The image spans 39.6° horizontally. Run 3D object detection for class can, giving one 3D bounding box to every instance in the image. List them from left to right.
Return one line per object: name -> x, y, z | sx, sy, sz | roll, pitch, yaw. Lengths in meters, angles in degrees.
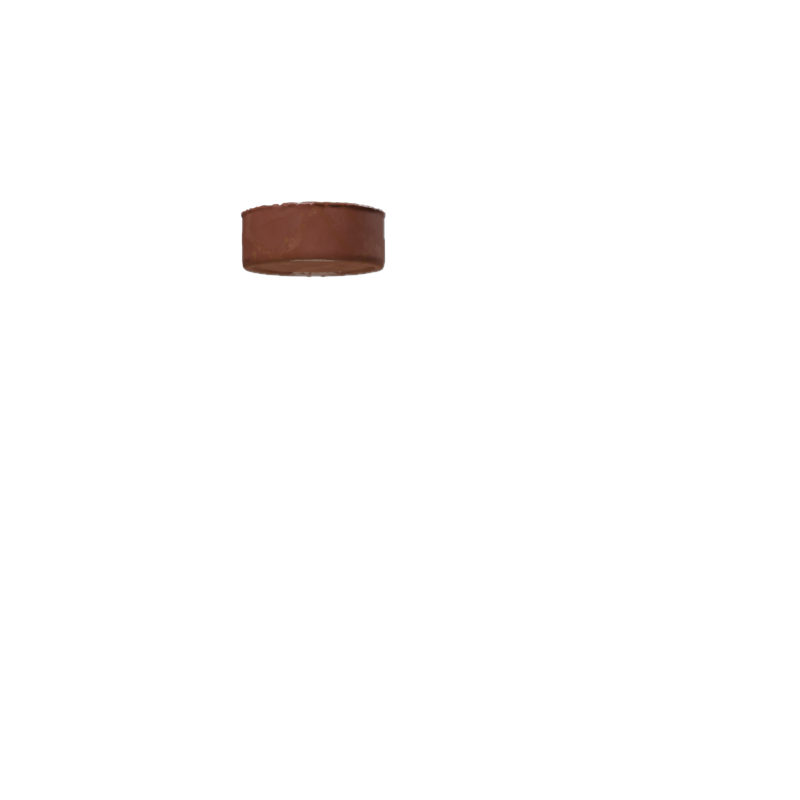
can -> -0.051, -0.093, 0.653 | 0.086, 0.034, 0.085 | 0, -1, -2
